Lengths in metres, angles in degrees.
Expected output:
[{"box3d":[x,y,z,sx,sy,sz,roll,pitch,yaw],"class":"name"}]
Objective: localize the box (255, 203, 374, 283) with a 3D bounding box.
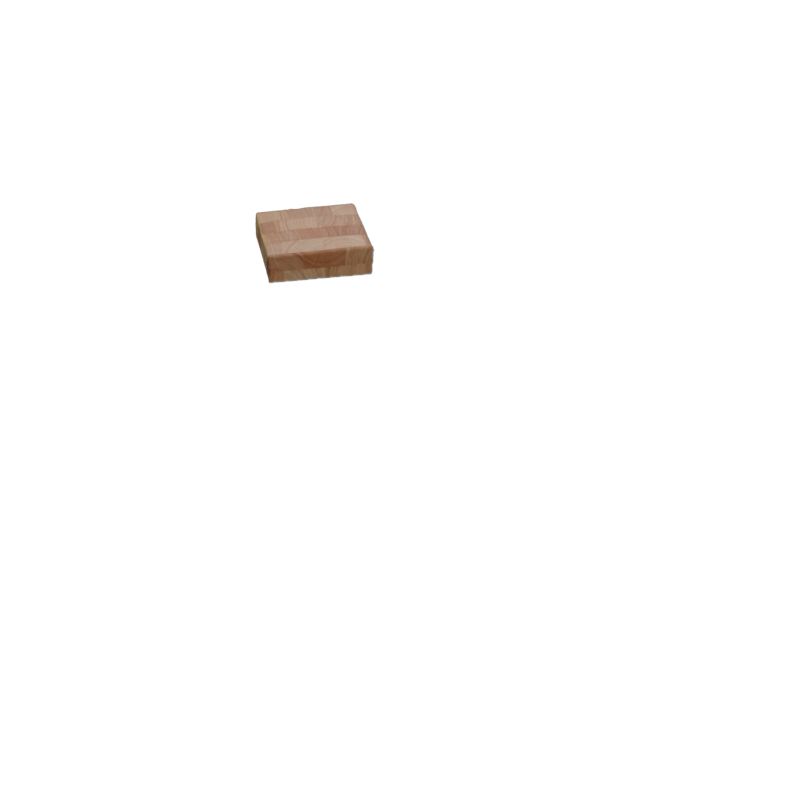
[{"box3d":[-0.073,-0.133,0.929,0.088,0.028,0.079,-7,38,-10],"class":"box"}]
